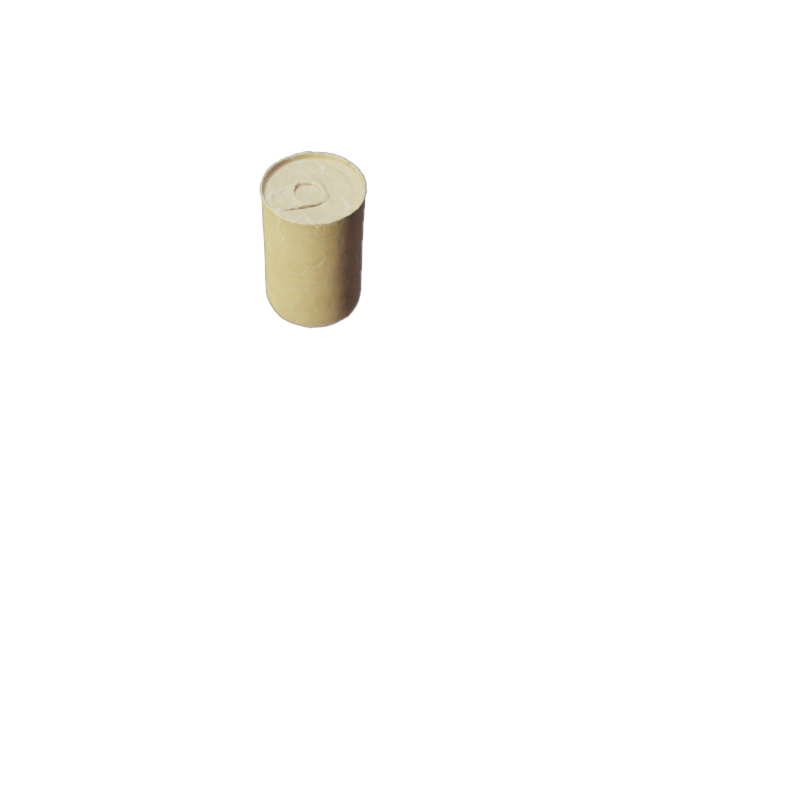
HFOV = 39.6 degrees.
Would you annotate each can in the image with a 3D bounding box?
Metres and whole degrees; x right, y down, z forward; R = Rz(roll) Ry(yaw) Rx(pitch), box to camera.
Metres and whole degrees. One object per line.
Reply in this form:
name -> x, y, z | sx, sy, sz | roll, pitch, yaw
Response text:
can -> -0.058, -0.105, 0.737 | 0.068, 0.074, 0.095 | 0, -40, -3
